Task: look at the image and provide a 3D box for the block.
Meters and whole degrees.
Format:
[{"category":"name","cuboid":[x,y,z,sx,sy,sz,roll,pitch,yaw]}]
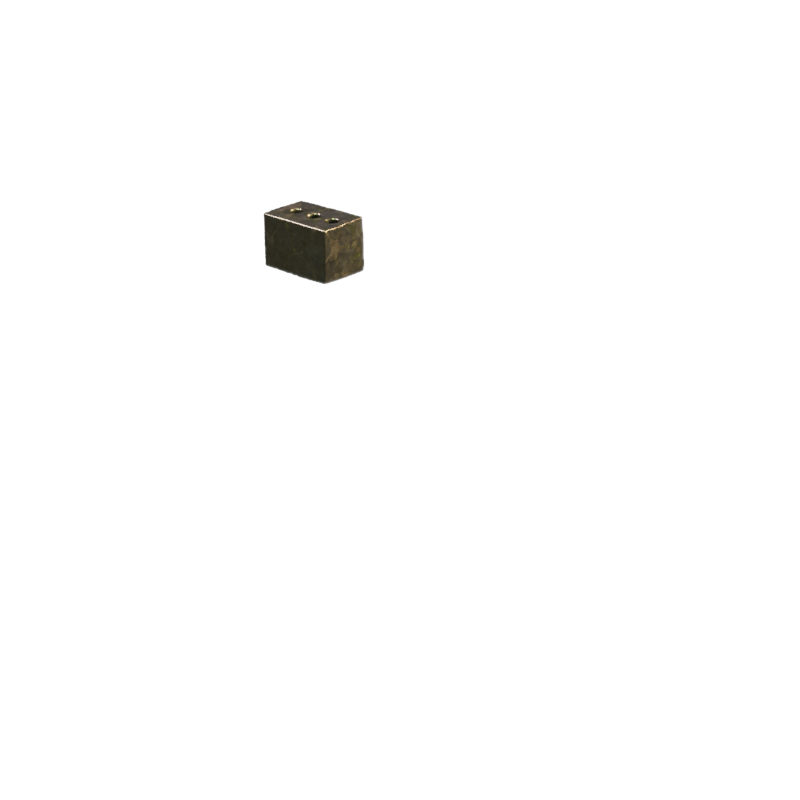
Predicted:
[{"category":"block","cuboid":[-0.078,-0.143,1.000,0.082,0.049,0.052,20,29,36]}]
